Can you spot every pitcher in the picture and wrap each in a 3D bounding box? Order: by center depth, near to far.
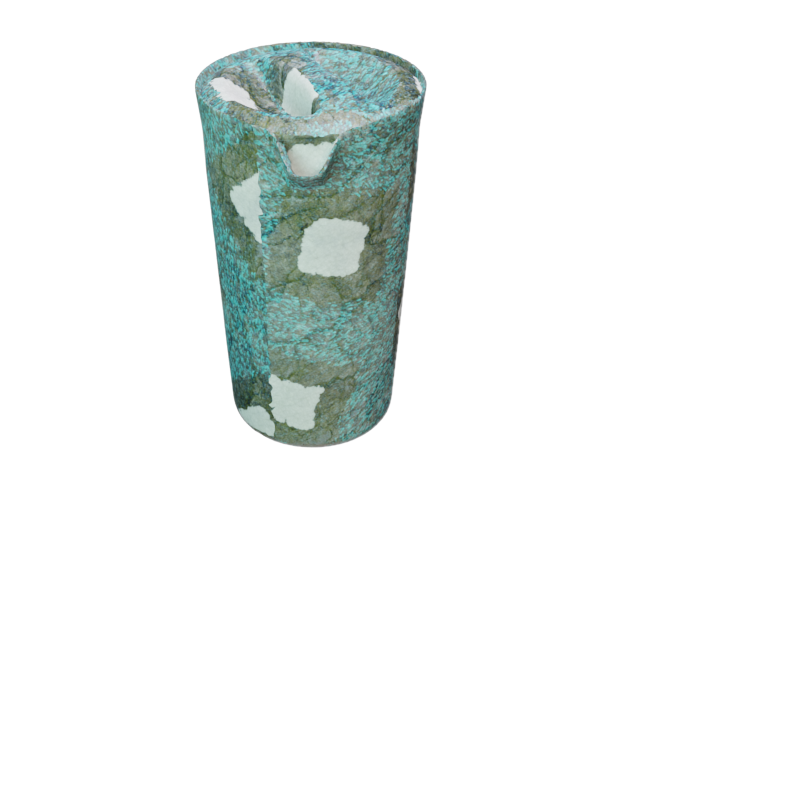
[{"bbox_3d":[-0.055,-0.101,0.706,0.154,0.228,0.149,29,42,34],"label":"pitcher"}]
